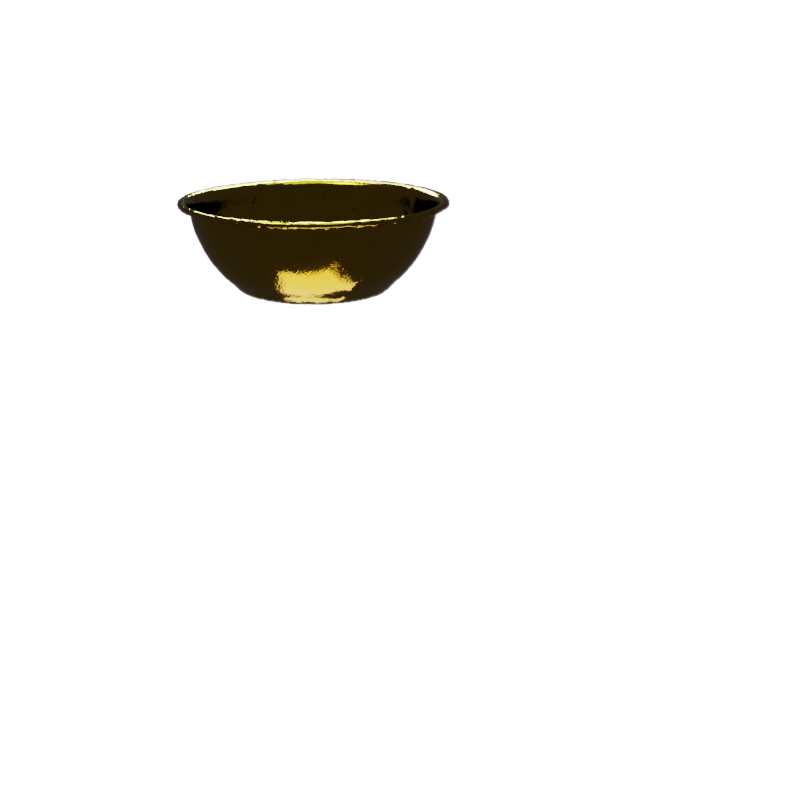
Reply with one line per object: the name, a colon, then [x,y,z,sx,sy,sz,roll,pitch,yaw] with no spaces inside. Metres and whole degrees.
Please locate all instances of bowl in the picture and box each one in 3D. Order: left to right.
bowl: [-0.052,-0.095,0.664,0.162,0.053,0.168,-1,19,-2]
